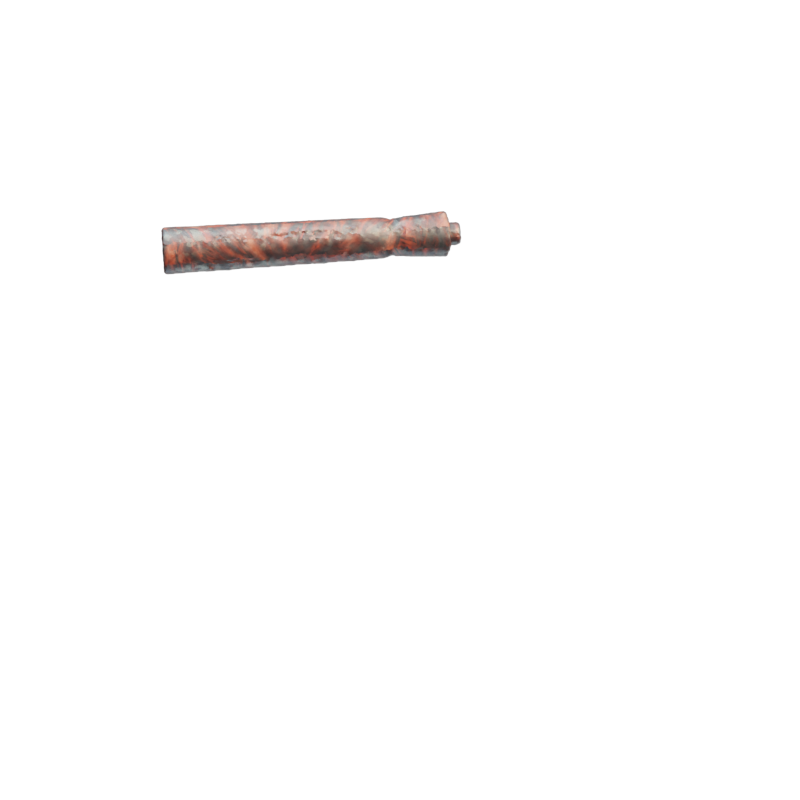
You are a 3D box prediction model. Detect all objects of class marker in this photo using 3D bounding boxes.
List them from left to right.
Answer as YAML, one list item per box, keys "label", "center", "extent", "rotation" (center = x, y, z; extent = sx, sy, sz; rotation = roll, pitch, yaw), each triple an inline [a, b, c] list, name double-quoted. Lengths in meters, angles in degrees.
- label: "marker"
  center: [-0.035, -0.064, 0.448]
  extent: [0.120, 0.020, 0.020]
  rotation: [-4, 5, -7]
